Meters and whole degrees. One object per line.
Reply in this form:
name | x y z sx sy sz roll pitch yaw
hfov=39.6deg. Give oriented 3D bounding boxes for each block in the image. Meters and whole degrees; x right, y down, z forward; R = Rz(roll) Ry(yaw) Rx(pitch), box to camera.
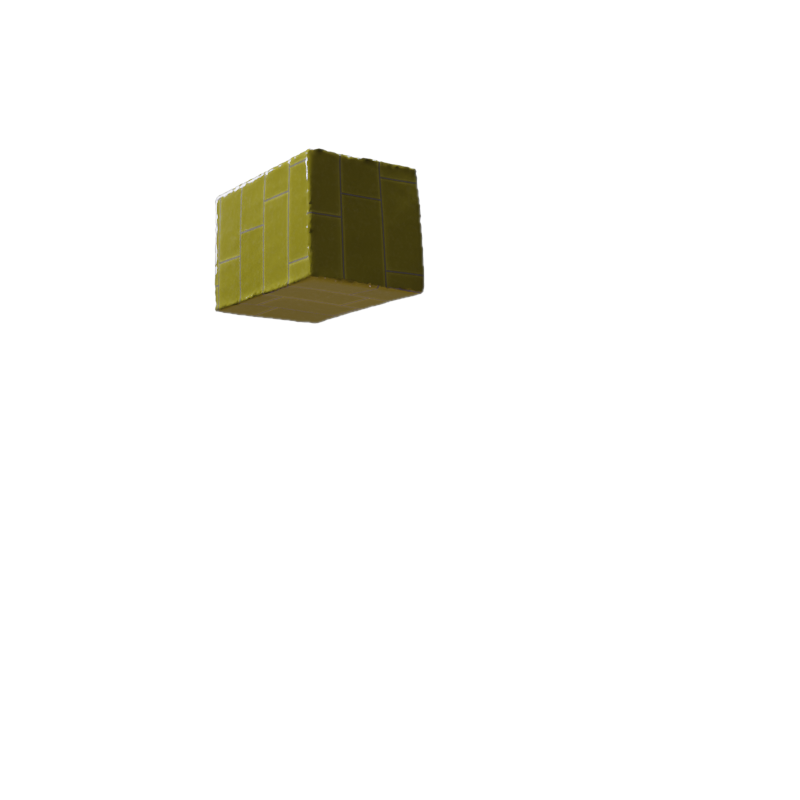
block | -0.035 -0.064 0.446 0.050 0.053 0.079 7 -11 -36
